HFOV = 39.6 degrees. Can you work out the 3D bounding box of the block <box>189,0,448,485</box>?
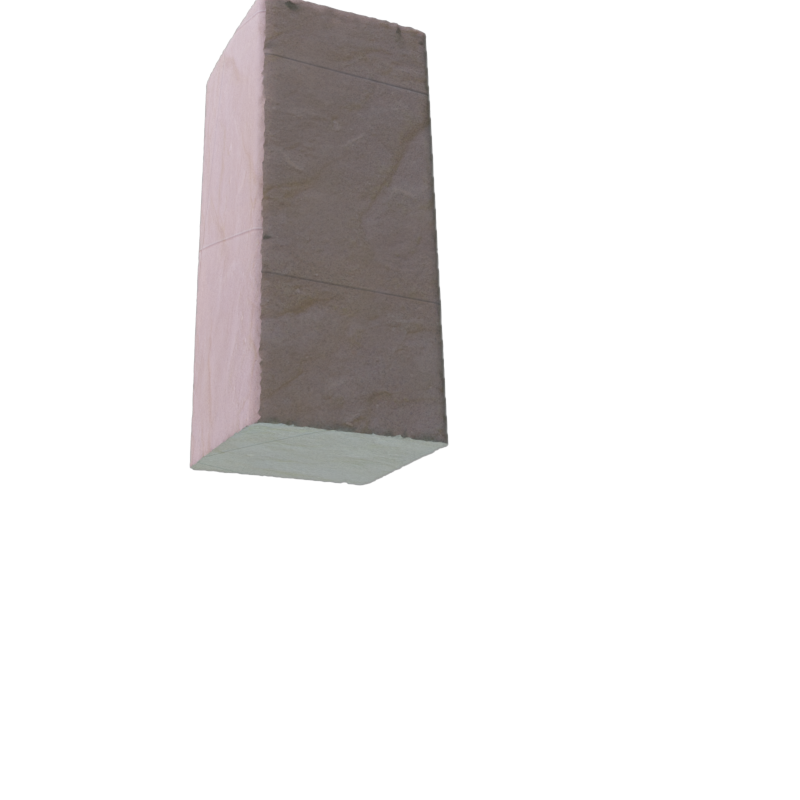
[{"bbox_3d":[-0.041,-0.075,0.524,0.088,0.217,0.089,9,-25,-23],"label":"block"}]
